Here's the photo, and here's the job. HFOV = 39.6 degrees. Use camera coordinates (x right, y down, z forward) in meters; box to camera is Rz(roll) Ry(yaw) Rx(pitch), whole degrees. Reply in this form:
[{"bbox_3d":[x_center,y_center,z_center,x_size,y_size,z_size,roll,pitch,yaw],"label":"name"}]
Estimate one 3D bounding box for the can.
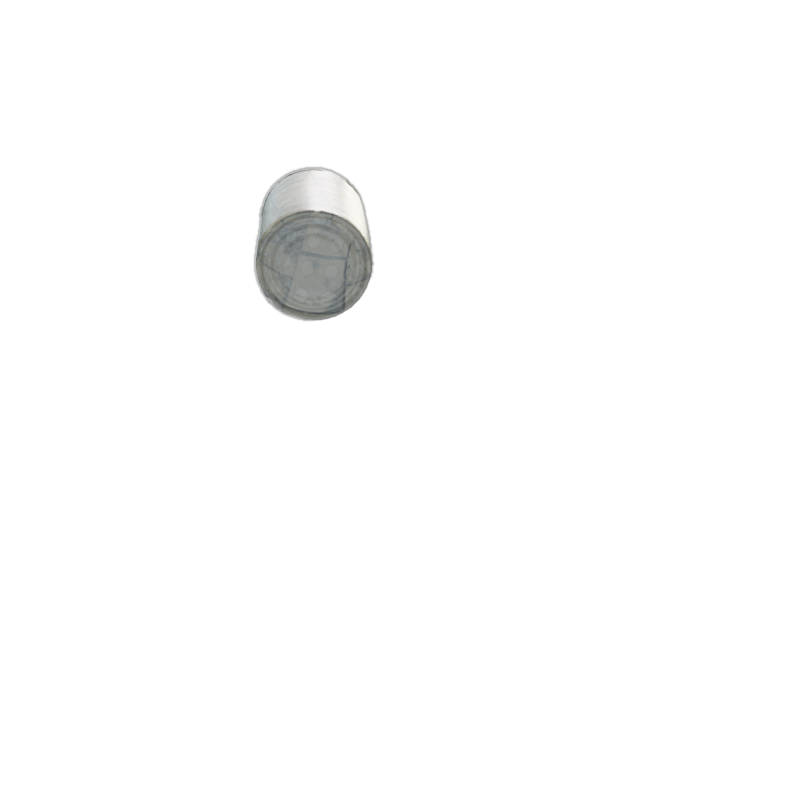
[{"bbox_3d":[-0.052,-0.095,0.668,0.068,0.066,0.107,0,22,-3],"label":"can"}]
